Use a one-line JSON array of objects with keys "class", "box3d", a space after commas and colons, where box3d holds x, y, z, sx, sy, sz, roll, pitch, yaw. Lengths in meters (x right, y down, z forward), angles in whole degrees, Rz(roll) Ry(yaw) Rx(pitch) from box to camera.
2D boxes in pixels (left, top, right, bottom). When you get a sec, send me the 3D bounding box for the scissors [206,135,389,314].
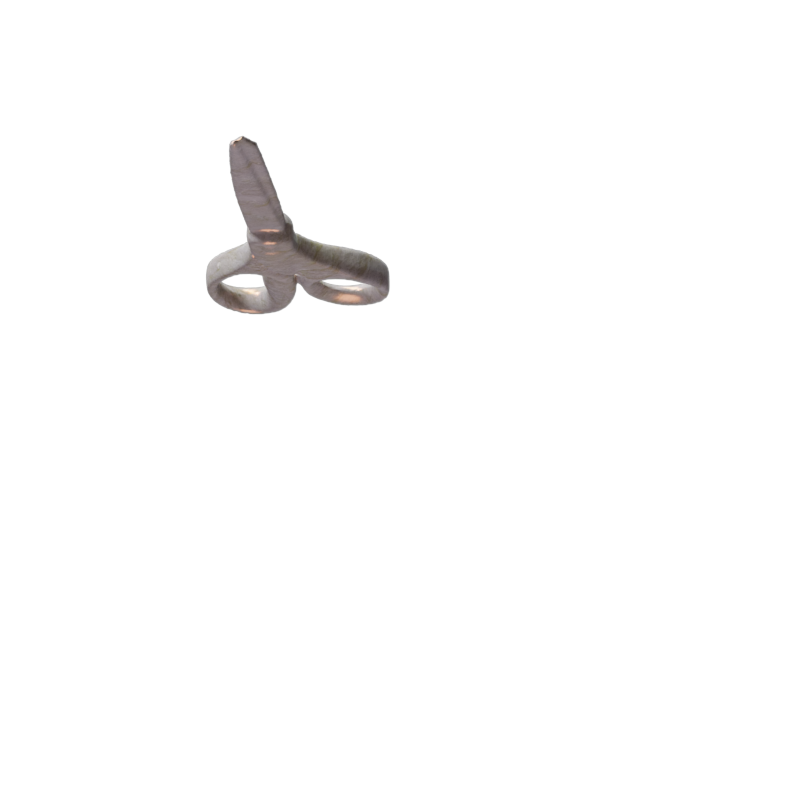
[{"class": "scissors", "box3d": [-0.037, -0.067, 0.469, 0.094, 0.016, 0.199, 3, -11, -15]}]
